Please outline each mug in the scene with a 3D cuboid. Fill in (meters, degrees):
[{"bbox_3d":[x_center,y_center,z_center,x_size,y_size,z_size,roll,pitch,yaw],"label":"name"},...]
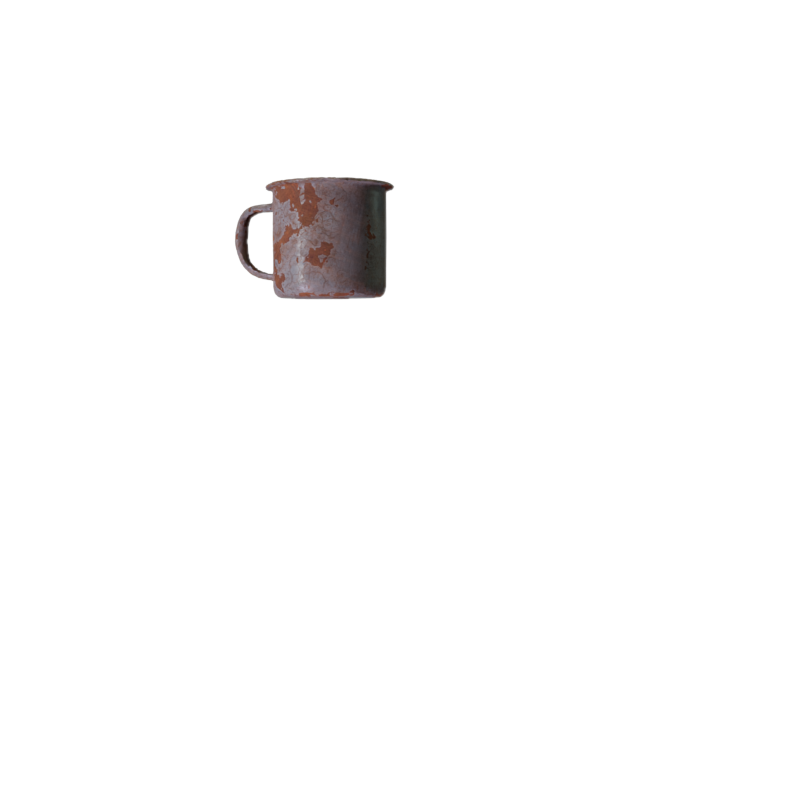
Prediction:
[{"bbox_3d":[-0.063,-0.114,0.802,0.119,0.082,0.092,0,0,9],"label":"mug"}]
